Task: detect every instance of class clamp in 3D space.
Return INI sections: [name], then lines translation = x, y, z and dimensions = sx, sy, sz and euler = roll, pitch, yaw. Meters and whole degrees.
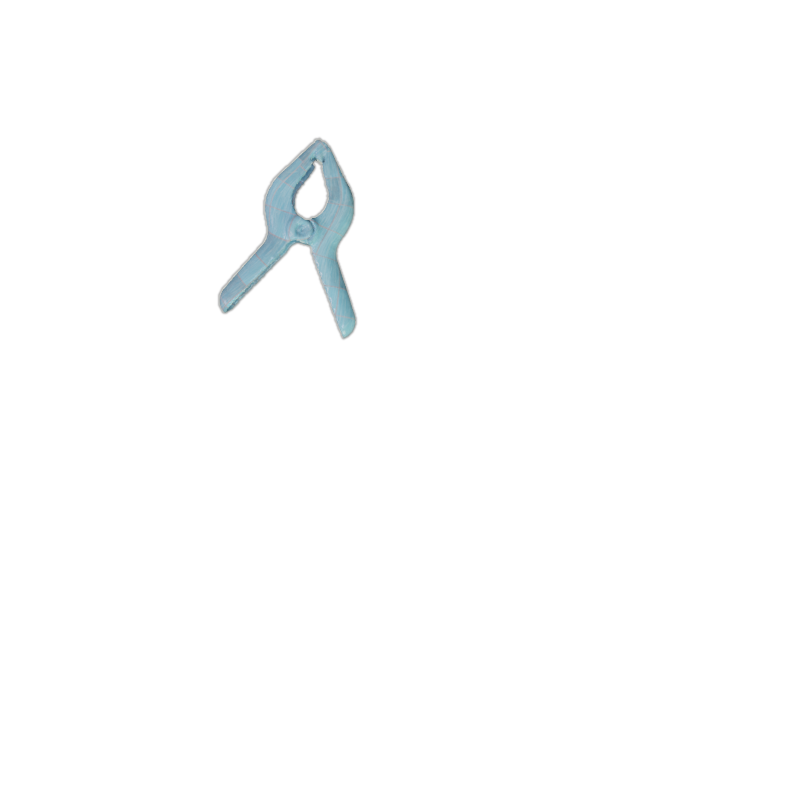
[clamp]
translation = -0.076, -0.138, 0.968
dimensions = 0.120, 0.172, 0.039
euler = 20, -2, 0
